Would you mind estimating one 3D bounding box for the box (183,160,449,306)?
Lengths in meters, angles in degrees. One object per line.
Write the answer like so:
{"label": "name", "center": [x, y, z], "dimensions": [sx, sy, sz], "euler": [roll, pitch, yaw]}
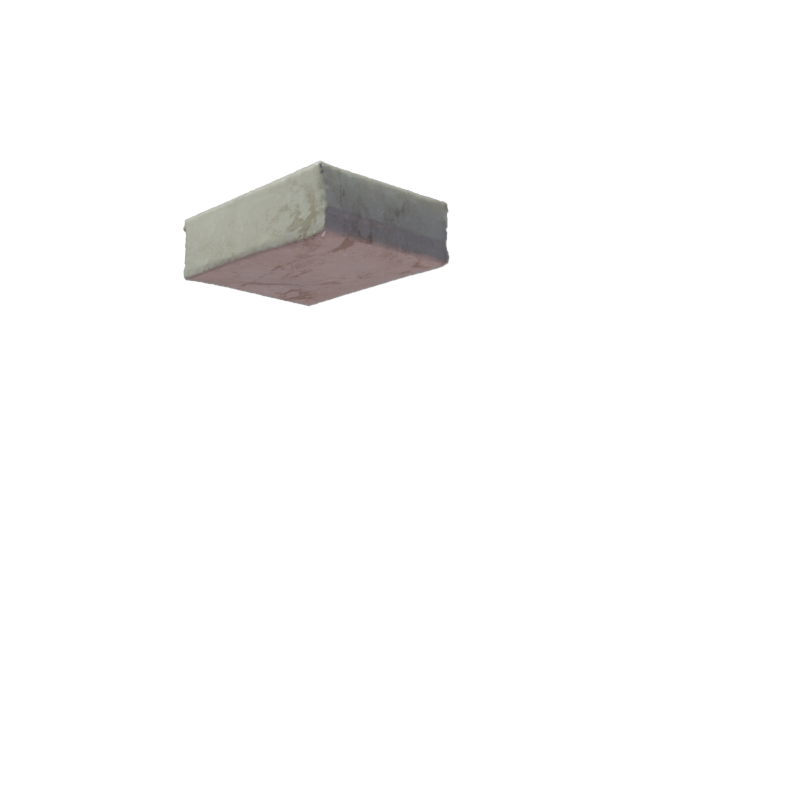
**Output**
{"label": "box", "center": [-0.045, -0.082, 0.576], "dimensions": [0.085, 0.040, 0.116], "euler": [9, -13, -43]}
